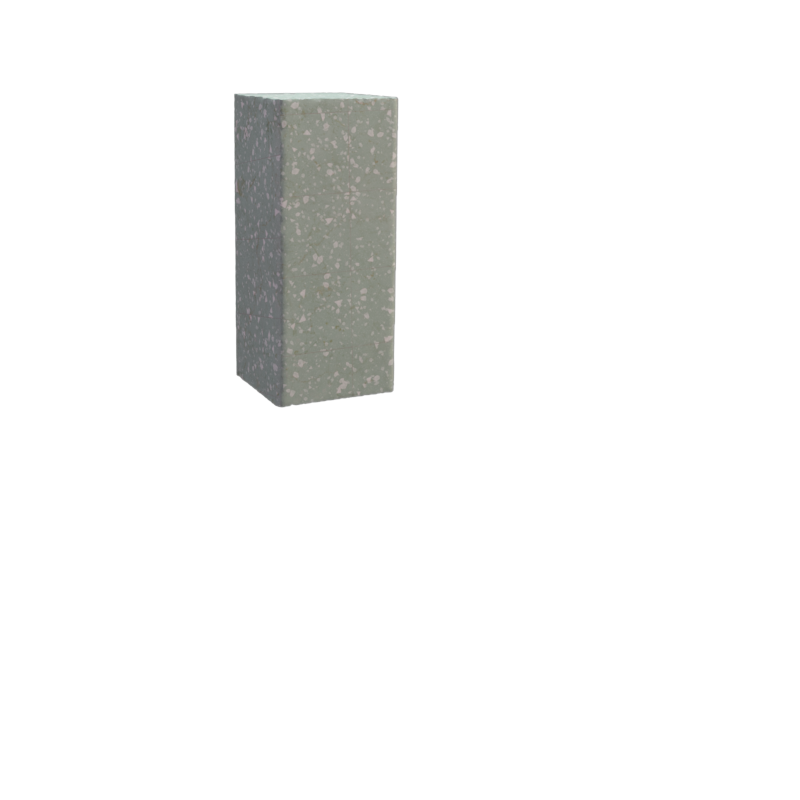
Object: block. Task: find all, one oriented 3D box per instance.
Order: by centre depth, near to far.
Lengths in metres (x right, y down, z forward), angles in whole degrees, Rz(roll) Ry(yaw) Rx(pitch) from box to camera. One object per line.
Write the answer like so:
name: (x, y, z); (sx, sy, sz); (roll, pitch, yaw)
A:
block: (-0.061, -0.112, 0.783); (0.088, 0.201, 0.095); (-5, 13, -26)
